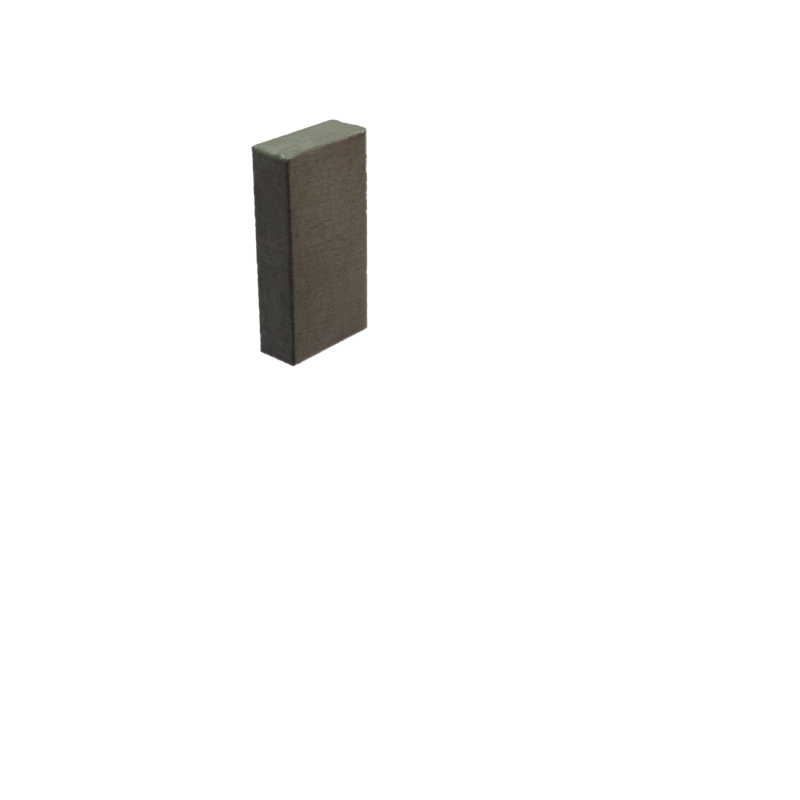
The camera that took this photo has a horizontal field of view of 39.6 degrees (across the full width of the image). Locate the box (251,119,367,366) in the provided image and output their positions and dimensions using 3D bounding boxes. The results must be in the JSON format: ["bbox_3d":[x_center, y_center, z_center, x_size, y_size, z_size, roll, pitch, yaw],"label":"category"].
[{"bbox_3d":[-0.069,-0.125,0.879,0.051,0.167,0.093,22,34,34],"label":"box"}]
